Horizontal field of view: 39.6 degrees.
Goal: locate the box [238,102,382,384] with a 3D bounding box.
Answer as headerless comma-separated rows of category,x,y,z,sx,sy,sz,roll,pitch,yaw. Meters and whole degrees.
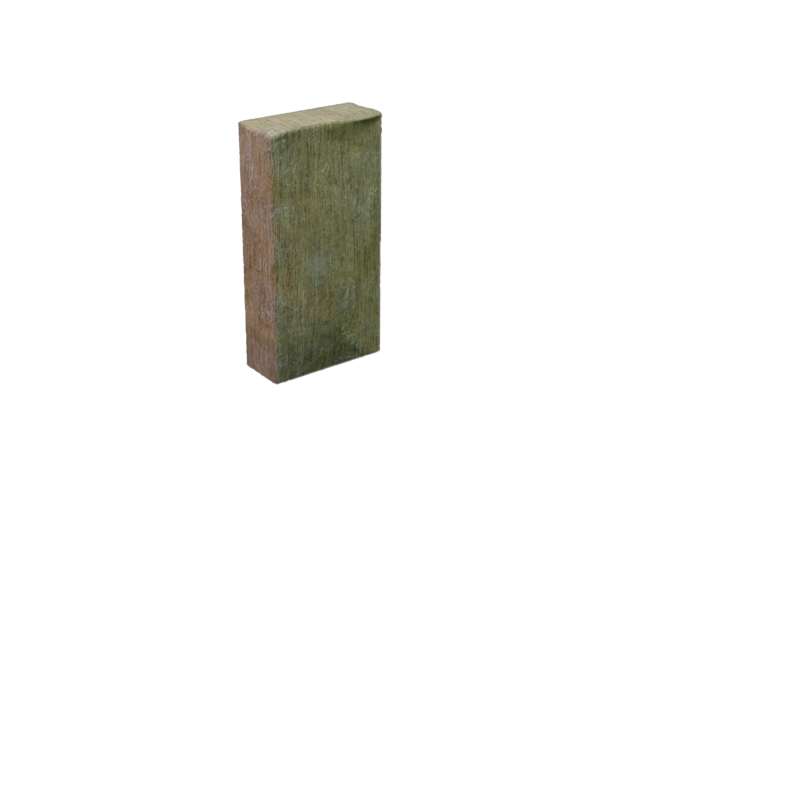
box,-0.059,-0.107,0.754,0.092,0.167,0.051,-17,30,-34
